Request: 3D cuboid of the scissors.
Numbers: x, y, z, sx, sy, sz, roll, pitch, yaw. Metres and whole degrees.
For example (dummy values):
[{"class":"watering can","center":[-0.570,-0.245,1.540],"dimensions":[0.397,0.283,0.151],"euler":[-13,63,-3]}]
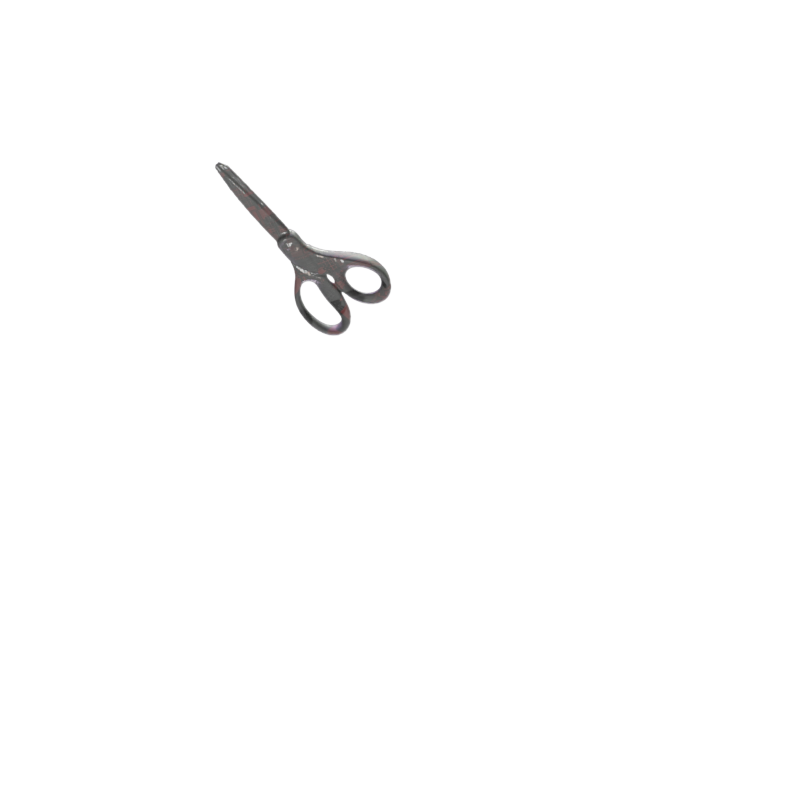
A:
[{"class":"scissors","center":[-0.074,-0.136,0.950],"dimensions":[0.097,0.187,0.017],"euler":[-16,36,12]}]
